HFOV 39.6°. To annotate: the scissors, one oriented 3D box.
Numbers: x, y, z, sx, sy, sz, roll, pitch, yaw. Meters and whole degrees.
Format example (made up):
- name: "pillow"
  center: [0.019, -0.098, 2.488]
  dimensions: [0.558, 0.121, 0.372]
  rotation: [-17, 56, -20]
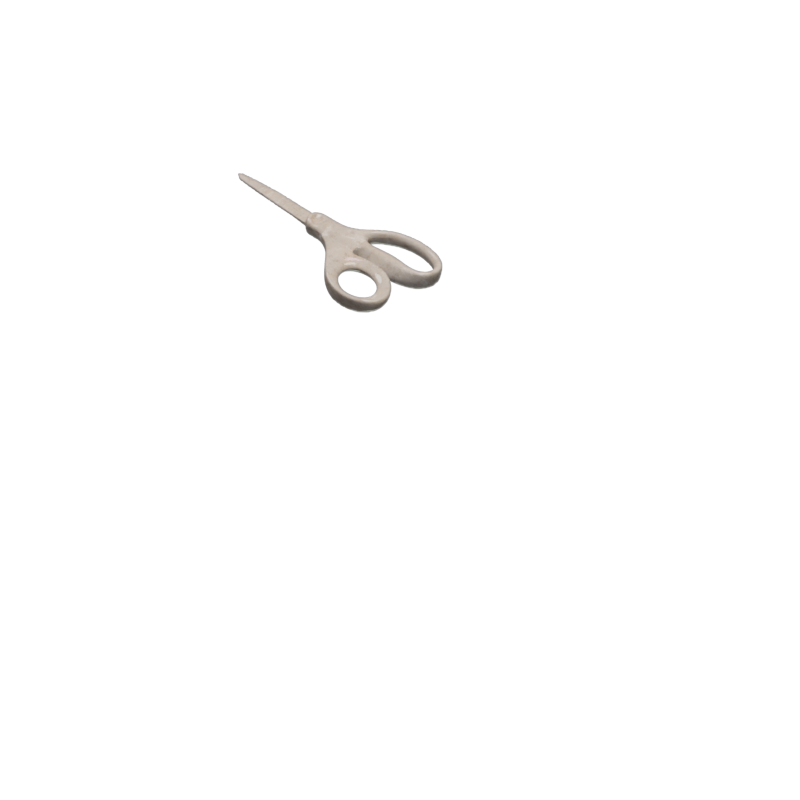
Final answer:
- name: "scissors"
  center: [-0.067, -0.121, 0.850]
  dimensions: [0.211, 0.015, 0.098]
  rotation: [23, 47, 23]
